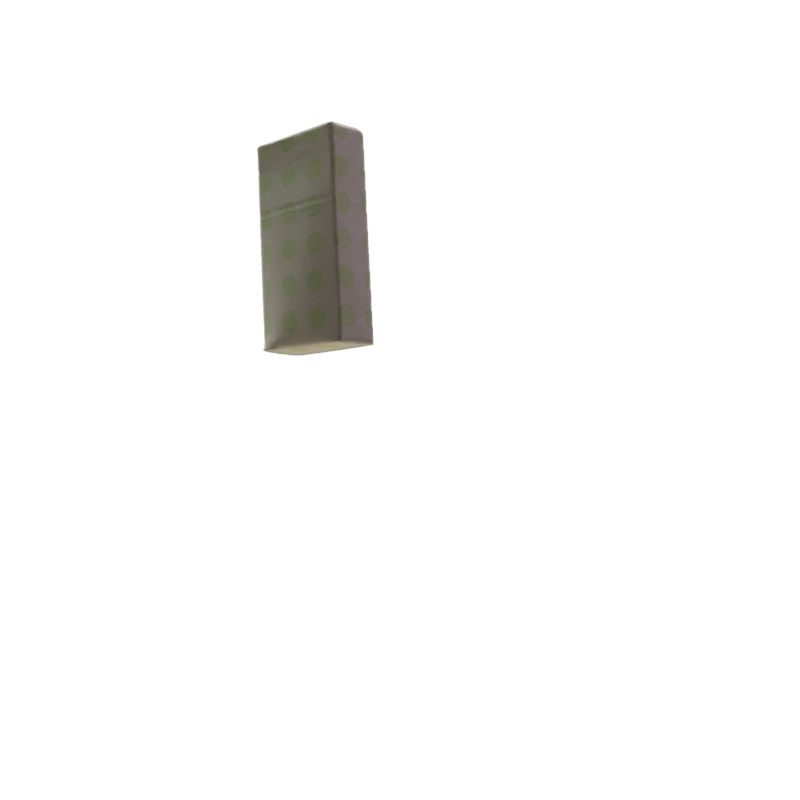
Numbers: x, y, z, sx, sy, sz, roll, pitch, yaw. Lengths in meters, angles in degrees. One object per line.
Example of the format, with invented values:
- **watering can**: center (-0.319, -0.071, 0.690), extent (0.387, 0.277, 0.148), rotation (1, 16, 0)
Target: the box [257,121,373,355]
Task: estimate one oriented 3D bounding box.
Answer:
- **box**: center (-0.070, -0.128, 0.898), extent (0.096, 0.181, 0.046), rotation (-11, -15, 43)
